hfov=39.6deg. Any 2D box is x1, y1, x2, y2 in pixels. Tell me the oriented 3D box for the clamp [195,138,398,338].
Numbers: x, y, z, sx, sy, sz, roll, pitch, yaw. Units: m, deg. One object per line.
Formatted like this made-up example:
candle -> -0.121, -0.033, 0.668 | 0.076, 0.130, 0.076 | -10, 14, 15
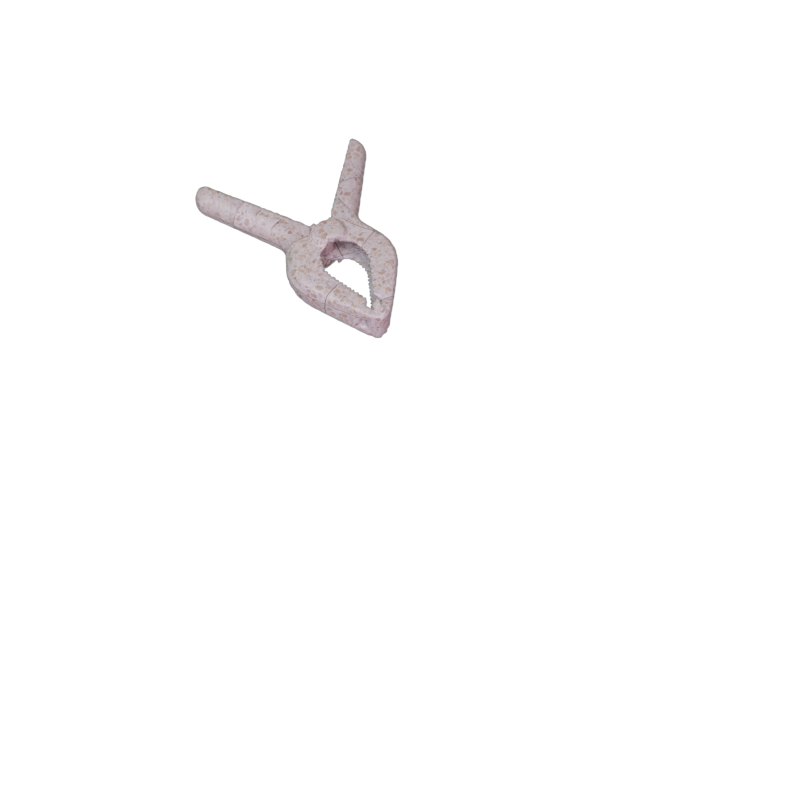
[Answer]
clamp -> -0.074, -0.135, 0.943 | 0.163, 0.227, 0.034 | -16, -37, -13
